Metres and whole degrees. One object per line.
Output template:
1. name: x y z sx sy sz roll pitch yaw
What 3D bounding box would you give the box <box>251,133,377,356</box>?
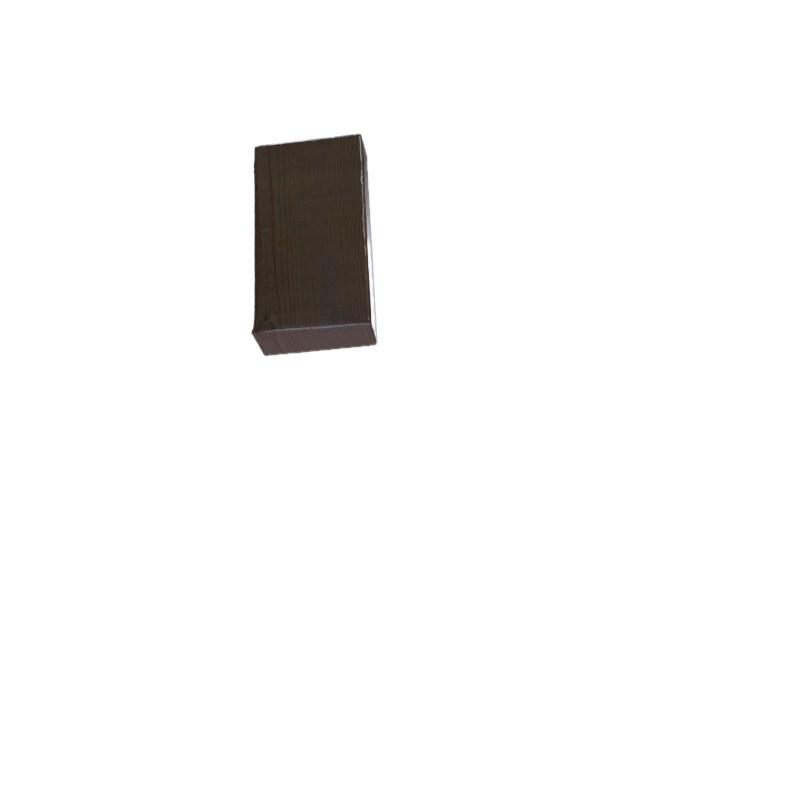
1. box: -0.069 -0.126 0.886 0.094 0.188 0.045 -6 -31 7
